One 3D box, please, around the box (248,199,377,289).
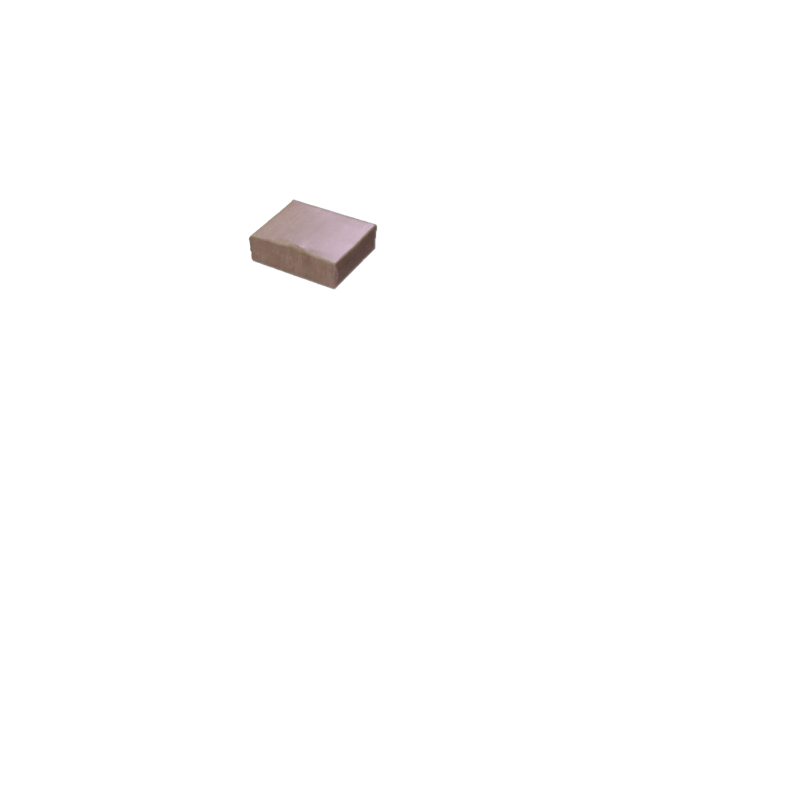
[{"bbox_3d":[-0.076,-0.139,0.973,0.093,0.028,0.075,20,42,23],"label":"box"}]
